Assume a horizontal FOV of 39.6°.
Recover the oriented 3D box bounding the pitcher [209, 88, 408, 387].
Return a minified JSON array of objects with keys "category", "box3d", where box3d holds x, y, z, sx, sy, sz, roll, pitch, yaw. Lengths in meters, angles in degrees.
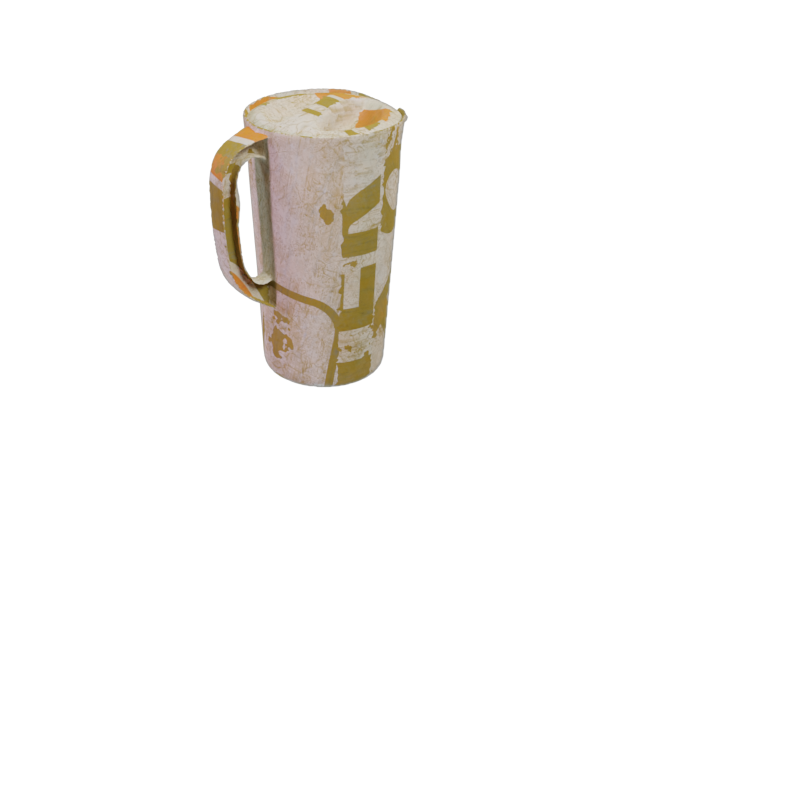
[{"category":"pitcher","box3d":[-0.074,-0.135,0.947,0.151,0.230,0.152,4,27,5]}]
